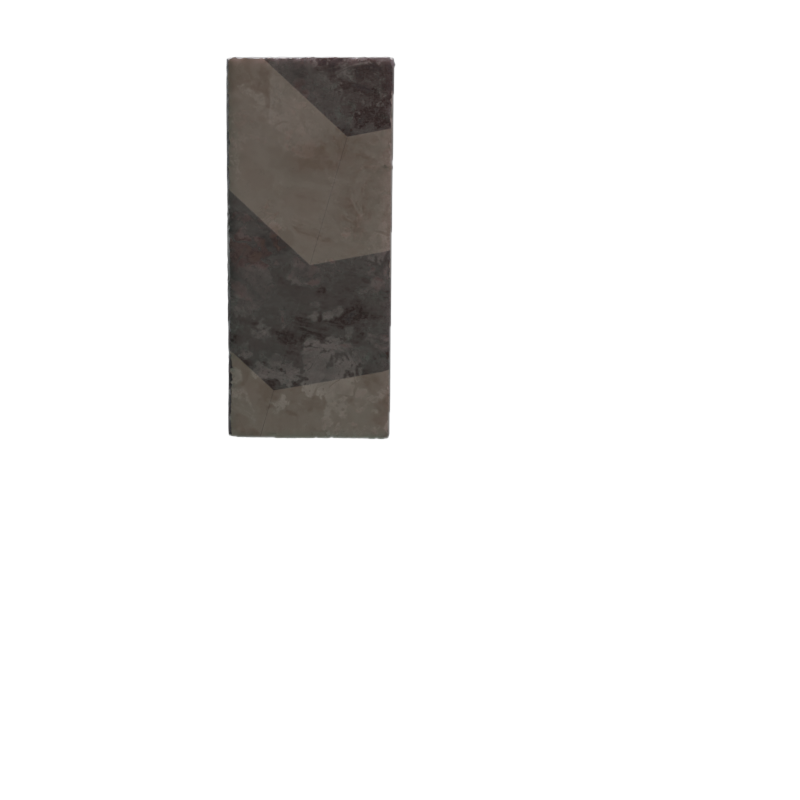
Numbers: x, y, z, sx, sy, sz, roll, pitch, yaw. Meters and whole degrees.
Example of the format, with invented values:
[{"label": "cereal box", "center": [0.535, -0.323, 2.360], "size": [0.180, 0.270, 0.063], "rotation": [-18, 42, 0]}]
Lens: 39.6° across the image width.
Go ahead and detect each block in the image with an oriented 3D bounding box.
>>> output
[{"label": "block", "center": [-0.049, -0.091, 0.635], "size": [0.090, 0.203, 0.092], "rotation": [1, 8, 1]}]
